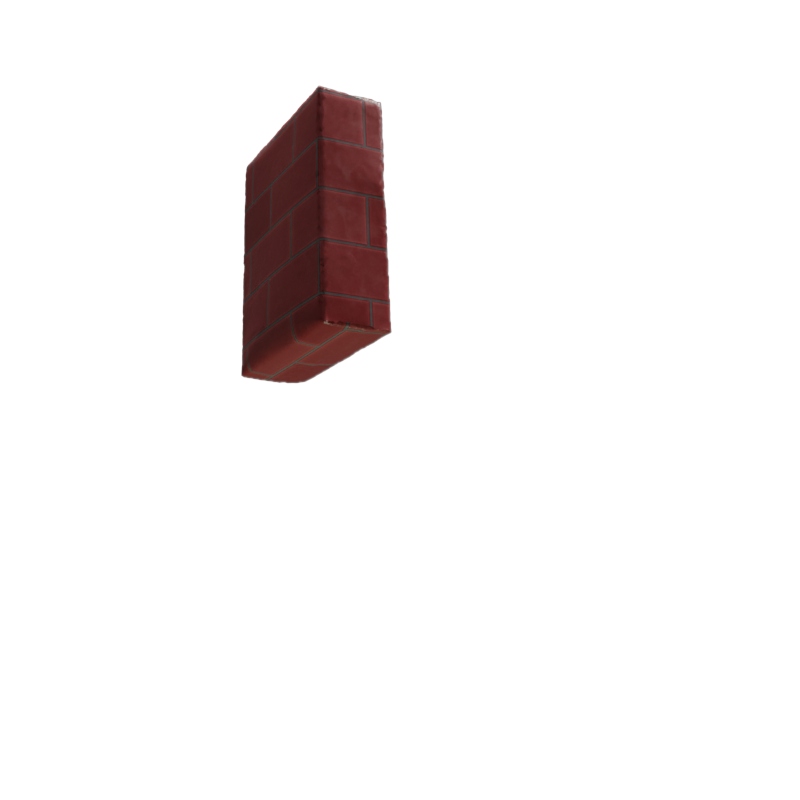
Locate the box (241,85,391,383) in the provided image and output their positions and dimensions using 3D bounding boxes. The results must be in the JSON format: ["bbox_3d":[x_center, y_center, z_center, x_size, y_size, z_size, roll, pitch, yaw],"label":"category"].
[{"bbox_3d":[-0.076,-0.138,0.966,0.069,0.225,0.163,11,-24,-28],"label":"box"}]
